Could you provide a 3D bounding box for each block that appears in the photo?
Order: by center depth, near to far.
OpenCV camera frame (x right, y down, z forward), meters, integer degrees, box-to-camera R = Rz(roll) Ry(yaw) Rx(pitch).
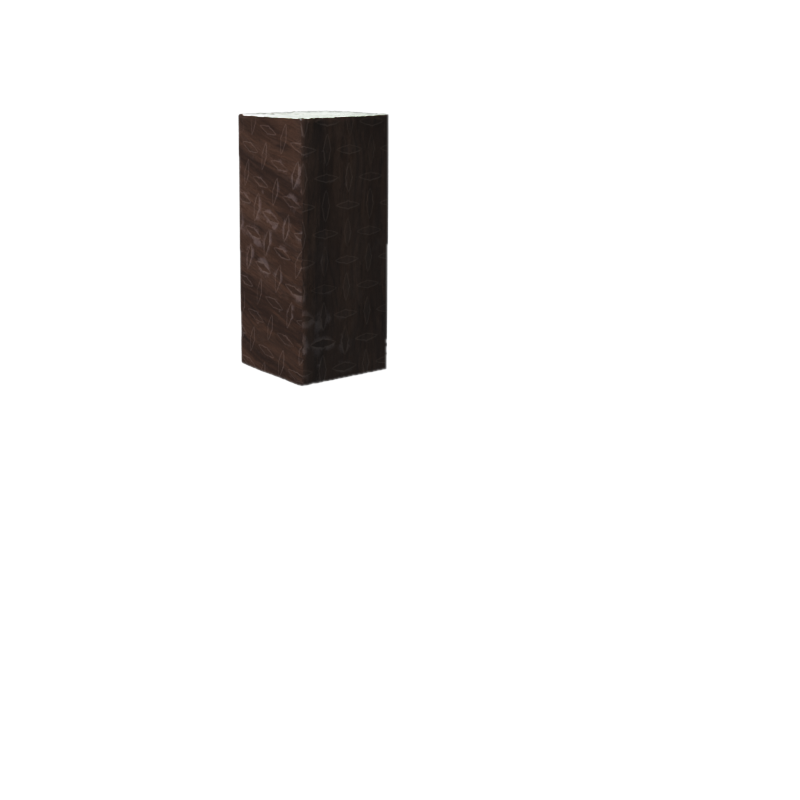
[{"bbox_3d":[-0.070,-0.127,0.893,0.088,0.201,0.095,-7,13,-37],"label":"block"}]
